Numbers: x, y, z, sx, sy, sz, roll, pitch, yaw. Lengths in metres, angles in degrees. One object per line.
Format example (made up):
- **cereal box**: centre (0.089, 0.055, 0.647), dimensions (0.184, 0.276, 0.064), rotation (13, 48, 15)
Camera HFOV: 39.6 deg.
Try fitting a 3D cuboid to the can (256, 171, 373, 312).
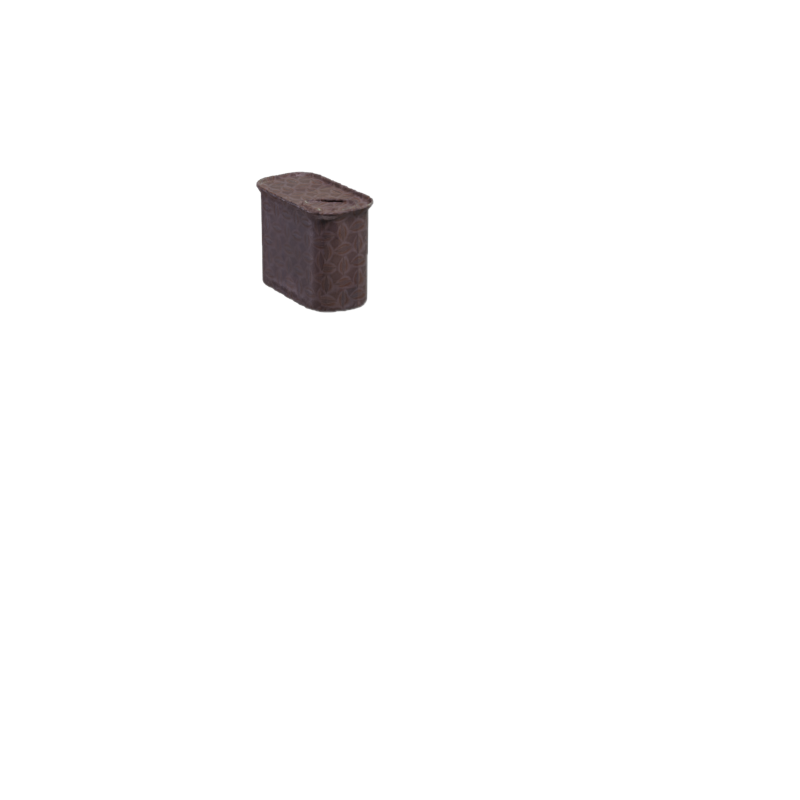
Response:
- **can**: centre (-0.067, -0.123, 0.861), dimensions (0.056, 0.080, 0.109), rotation (-15, 29, -33)
